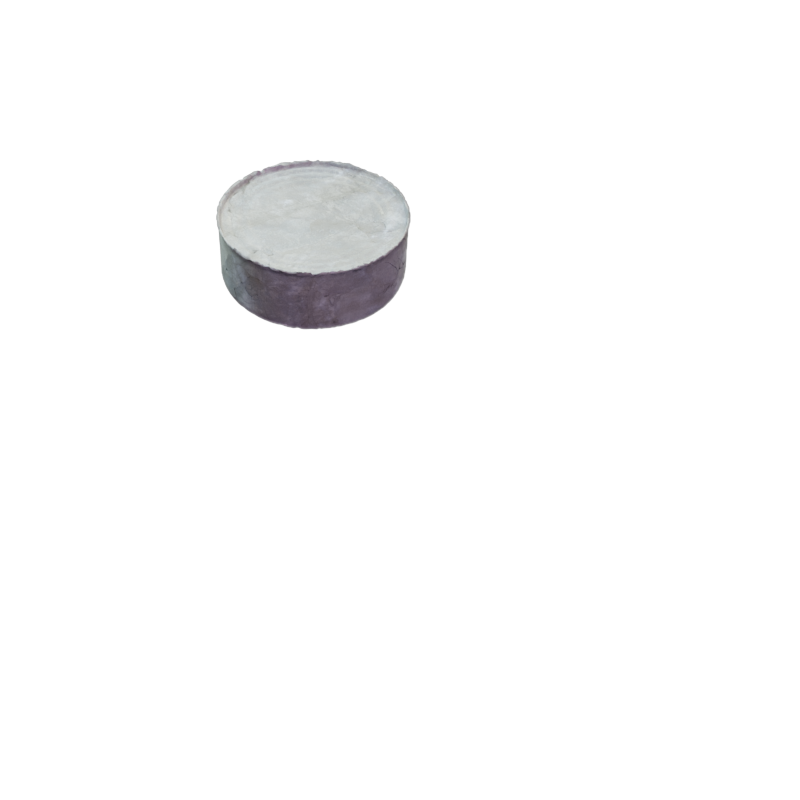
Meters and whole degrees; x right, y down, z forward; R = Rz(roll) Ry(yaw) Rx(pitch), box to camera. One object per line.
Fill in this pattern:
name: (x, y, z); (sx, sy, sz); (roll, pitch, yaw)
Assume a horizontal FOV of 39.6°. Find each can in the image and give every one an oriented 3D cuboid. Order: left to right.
can: (-0.039, -0.071, 0.499); (0.086, 0.031, 0.092); (-1, 42, -2)
